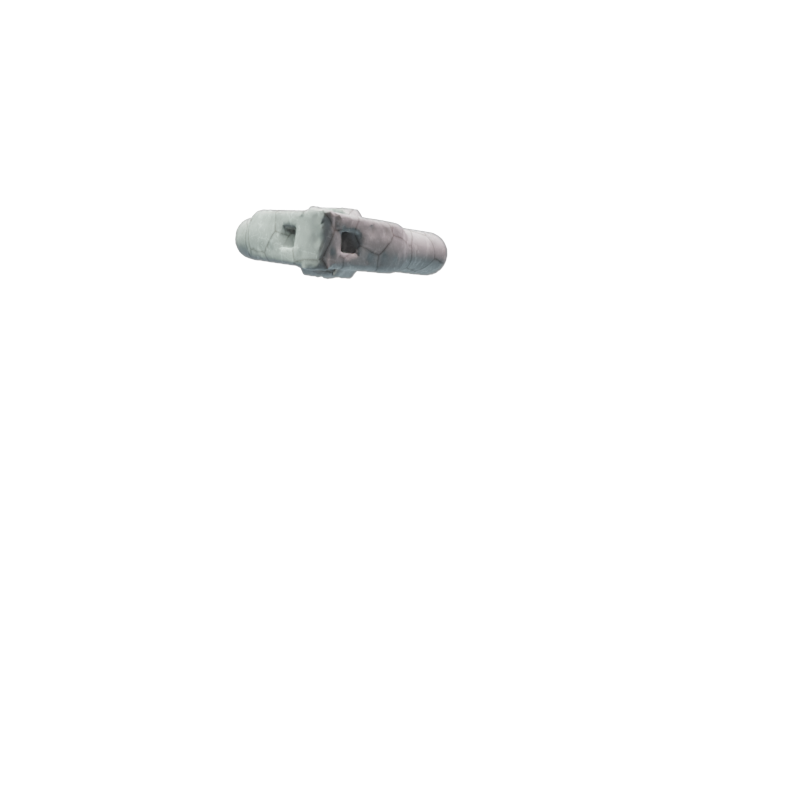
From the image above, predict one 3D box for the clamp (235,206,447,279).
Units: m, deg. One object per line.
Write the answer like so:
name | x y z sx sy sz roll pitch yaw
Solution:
clamp | -0.045 -0.082 0.572 0.122 0.039 0.168 1 3 11
